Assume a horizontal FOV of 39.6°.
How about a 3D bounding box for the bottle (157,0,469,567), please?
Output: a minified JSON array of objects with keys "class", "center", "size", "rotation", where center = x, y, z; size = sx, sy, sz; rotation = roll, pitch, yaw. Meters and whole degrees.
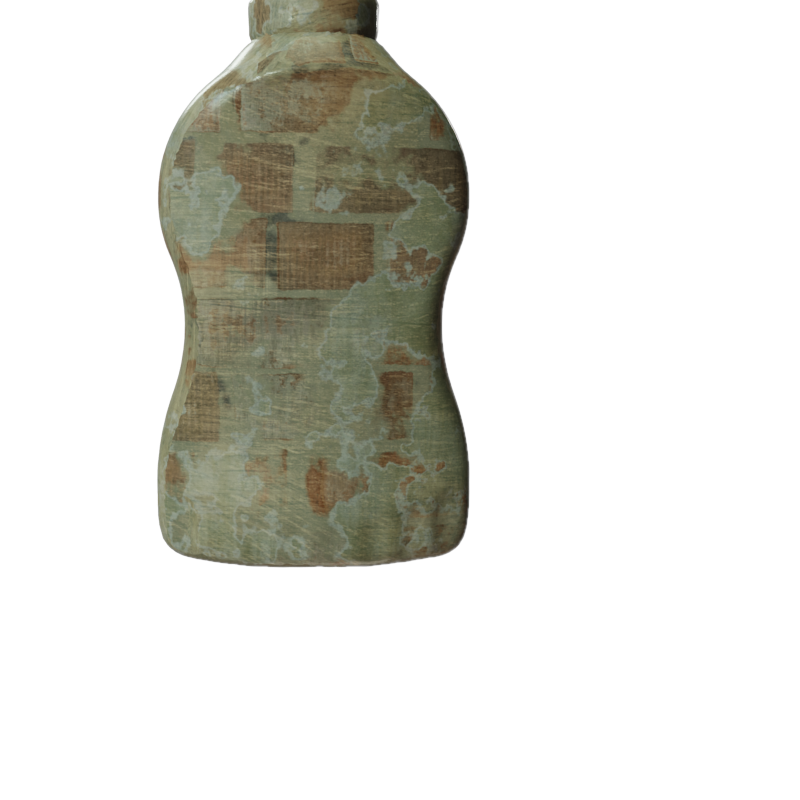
[{"class":"bottle","center":[-0.027,-0.050,0.348],"size":[0.096,0.190,0.059],"rotation":[0,3,0]}]
